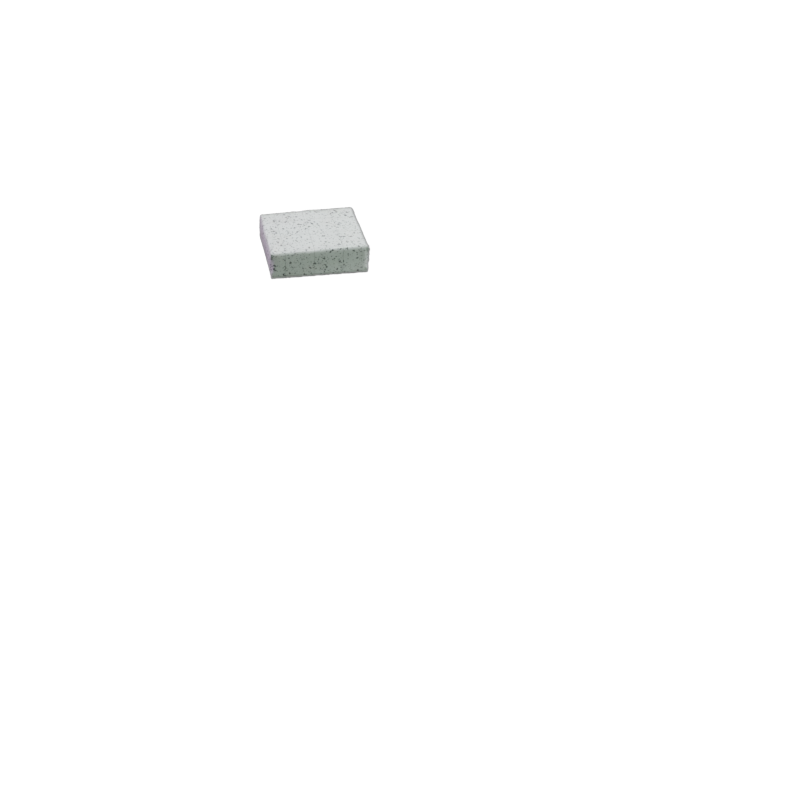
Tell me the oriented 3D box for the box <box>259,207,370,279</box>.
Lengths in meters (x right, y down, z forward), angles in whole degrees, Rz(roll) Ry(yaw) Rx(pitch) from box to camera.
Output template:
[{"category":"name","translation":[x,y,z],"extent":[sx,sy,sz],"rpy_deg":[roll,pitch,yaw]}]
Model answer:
[{"category":"box","translation":[-0.077,-0.141,0.991],"extent":[0.088,0.028,0.079],"rpy_deg":[-6,36,-9]}]
